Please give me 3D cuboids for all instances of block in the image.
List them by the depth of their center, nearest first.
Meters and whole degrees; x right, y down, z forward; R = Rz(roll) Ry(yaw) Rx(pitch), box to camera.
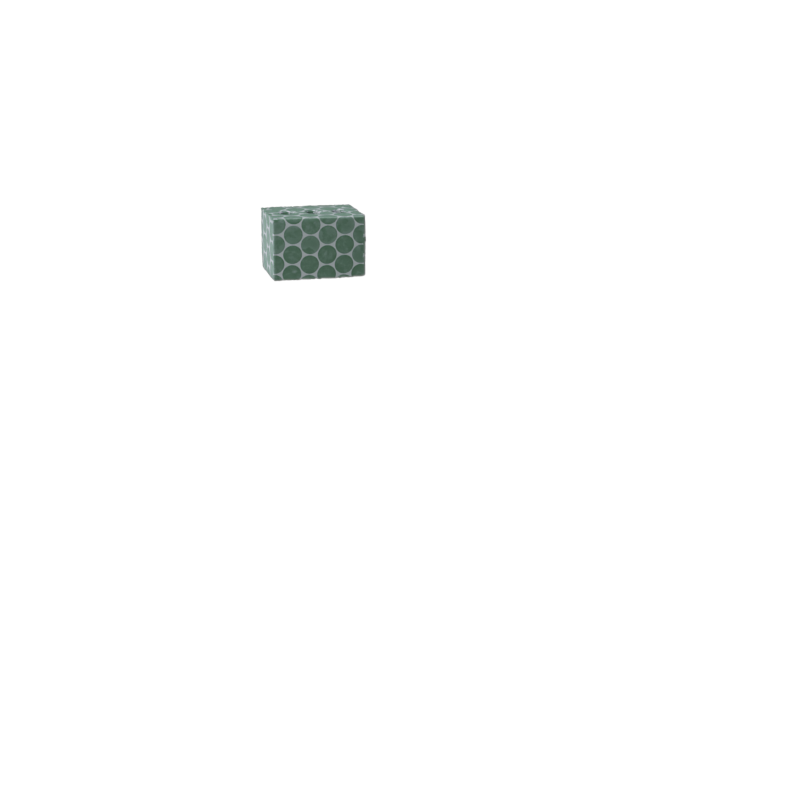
[{"bbox_3d":[-0.070,-0.128,0.899,0.077,0.050,0.055,-4,16,-14],"label":"block"}]
